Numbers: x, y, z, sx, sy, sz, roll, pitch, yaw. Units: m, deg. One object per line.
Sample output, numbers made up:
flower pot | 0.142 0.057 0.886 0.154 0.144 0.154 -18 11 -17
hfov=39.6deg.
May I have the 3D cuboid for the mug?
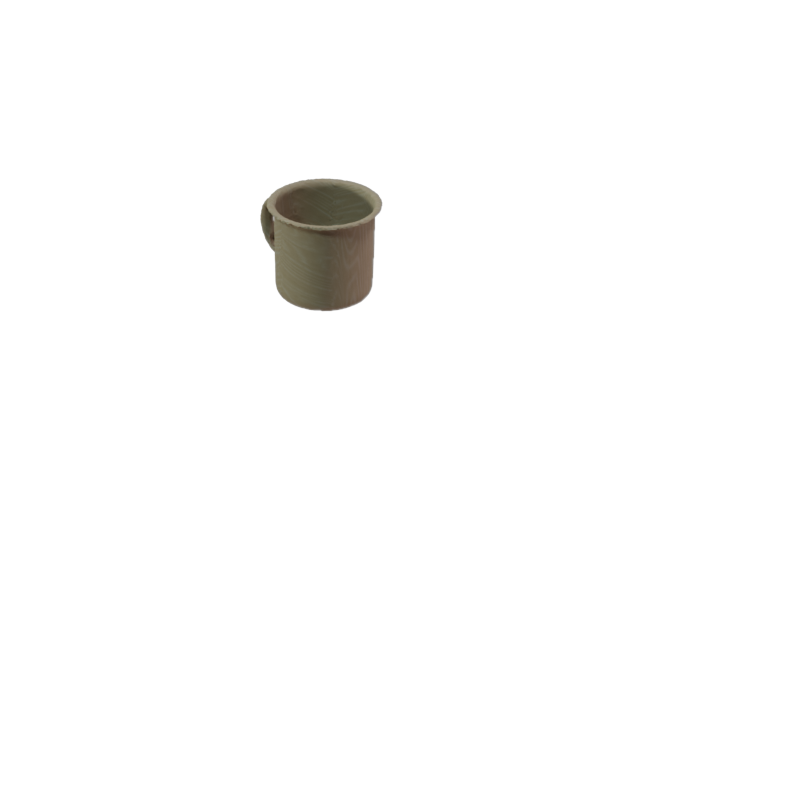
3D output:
mug | -0.072 -0.131 0.917 0.124 0.077 0.093 24 39 32
